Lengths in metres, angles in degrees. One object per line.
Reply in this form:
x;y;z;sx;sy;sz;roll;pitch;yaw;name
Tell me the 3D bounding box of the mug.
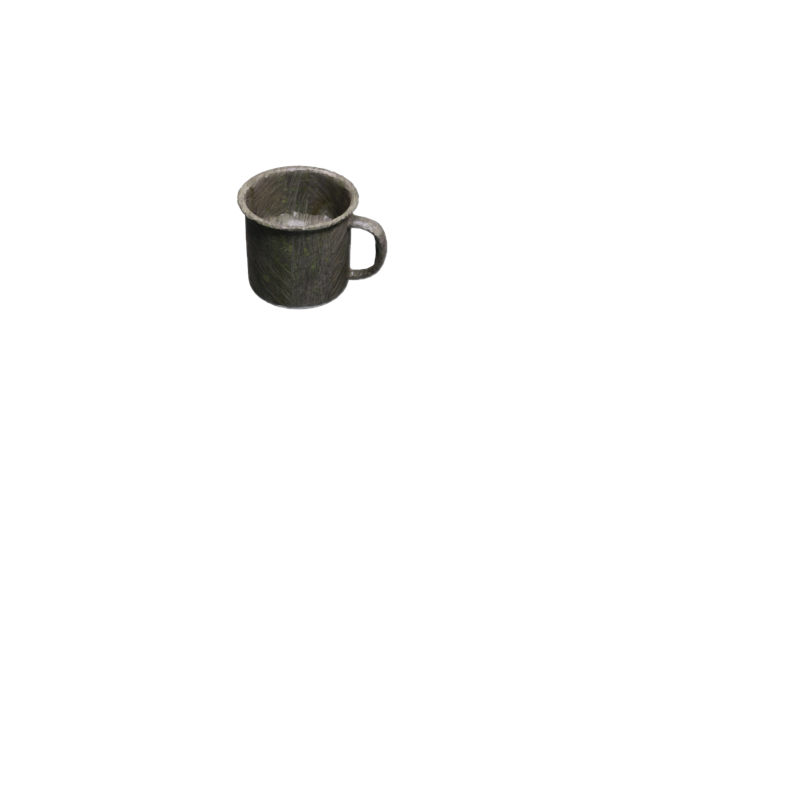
-0.068;-0.123;0.862;0.119;0.076;0.098;8;38;9;mug
